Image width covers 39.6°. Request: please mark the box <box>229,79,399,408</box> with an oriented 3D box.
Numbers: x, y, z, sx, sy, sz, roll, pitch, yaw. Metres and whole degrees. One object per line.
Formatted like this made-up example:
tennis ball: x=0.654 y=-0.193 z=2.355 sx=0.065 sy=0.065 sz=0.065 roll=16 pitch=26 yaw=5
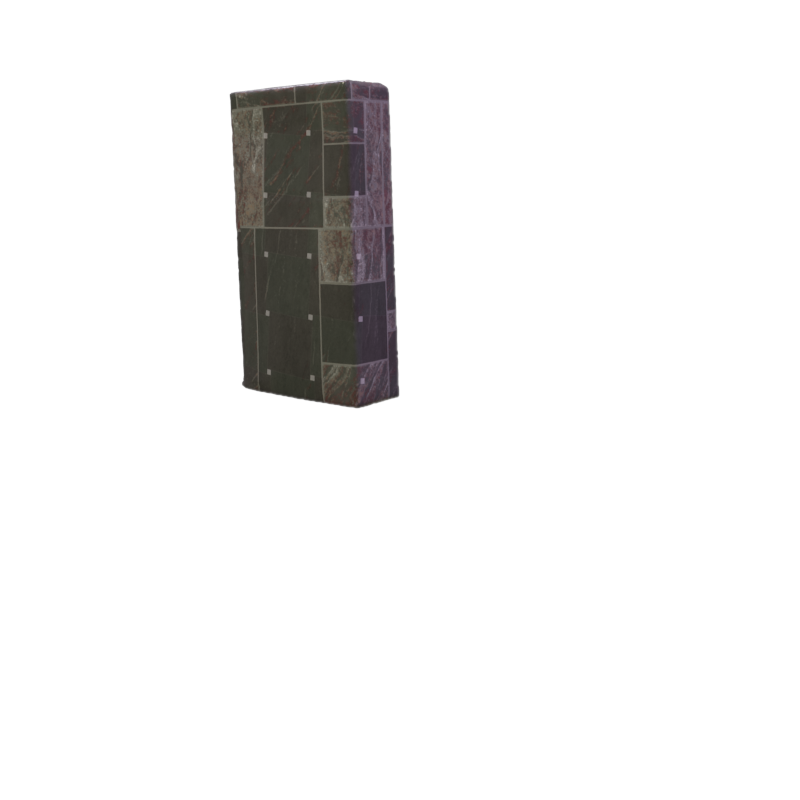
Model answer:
box: x=-0.049 y=-0.090 z=0.631 sx=0.097 sy=0.175 sz=0.046 roll=4 pitch=5 yaw=41
